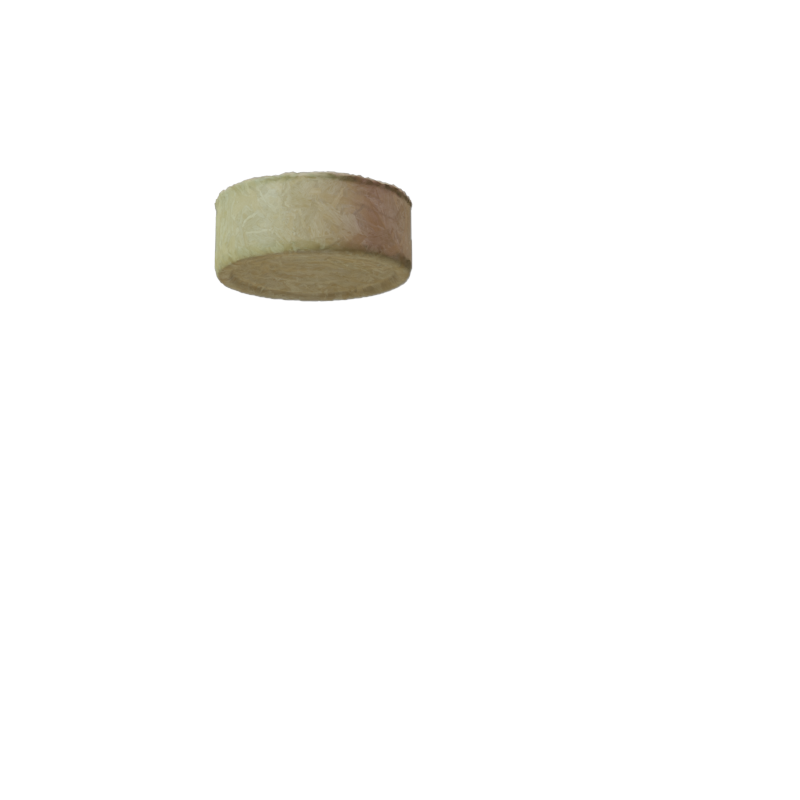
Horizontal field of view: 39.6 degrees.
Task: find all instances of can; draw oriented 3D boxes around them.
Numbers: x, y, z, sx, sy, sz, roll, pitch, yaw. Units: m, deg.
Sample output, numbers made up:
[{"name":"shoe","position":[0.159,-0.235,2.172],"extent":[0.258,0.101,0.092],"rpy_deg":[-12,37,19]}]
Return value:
[{"name":"can","position":[-0.037,-0.068,0.478],"extent":[0.086,0.035,0.083],"rpy_deg":[0,-10,-2]}]
